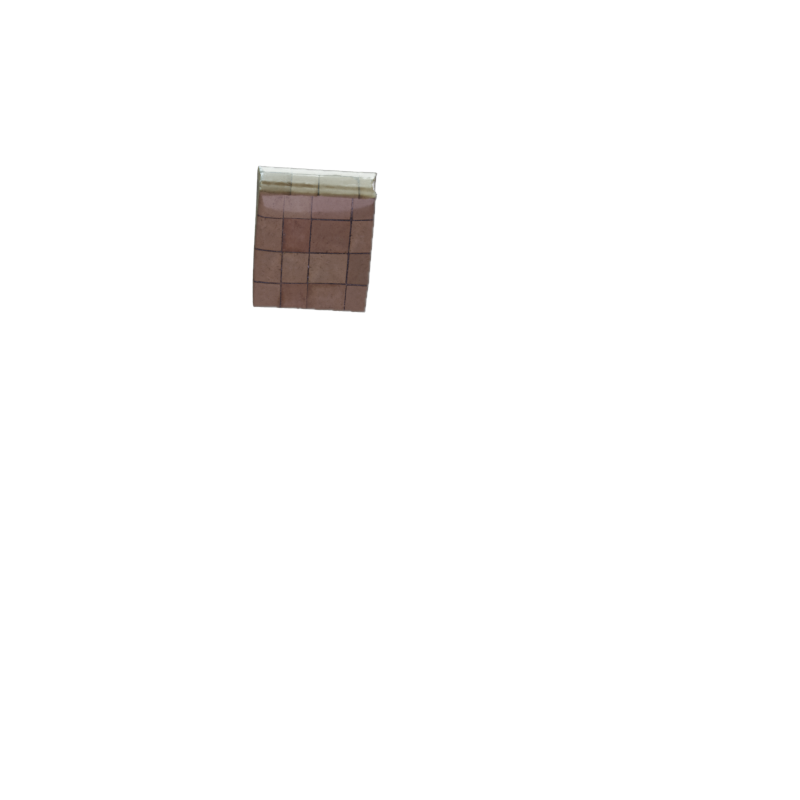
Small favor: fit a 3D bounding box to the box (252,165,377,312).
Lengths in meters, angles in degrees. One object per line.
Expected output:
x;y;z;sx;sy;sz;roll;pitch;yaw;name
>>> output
-0.066;-0.120;0.839;0.089;0.106;0.042;4;42;-4;box
